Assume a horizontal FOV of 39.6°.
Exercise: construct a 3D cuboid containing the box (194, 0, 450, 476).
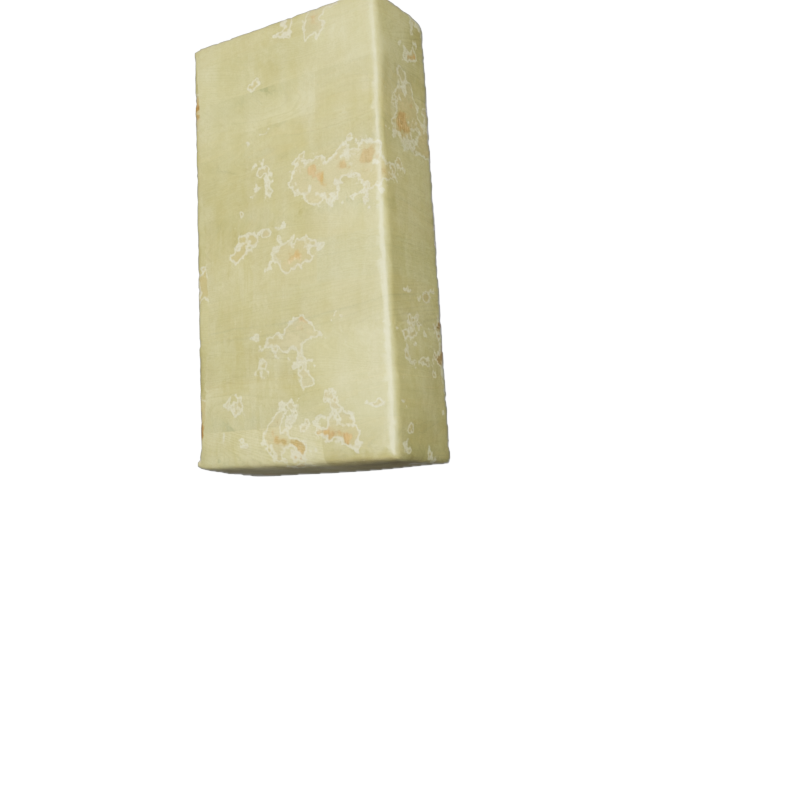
[{"bbox_3d":[-0.034,-0.062,0.435,0.095,0.183,0.045,-10,-18,32],"label":"box"}]
